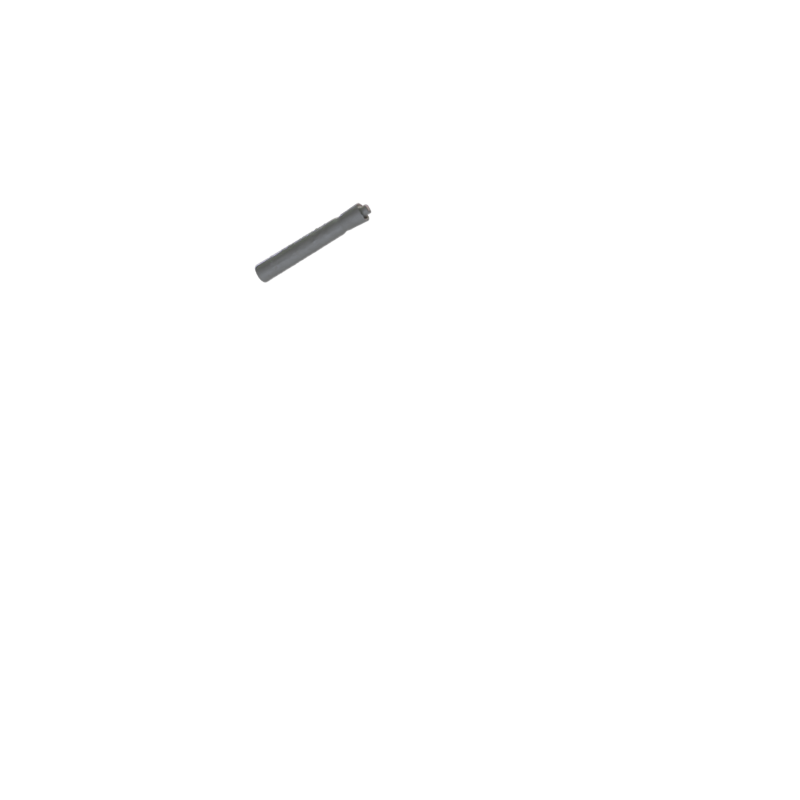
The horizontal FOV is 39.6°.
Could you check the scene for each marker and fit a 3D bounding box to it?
[{"bbox_3d":[-0.078,-0.142,0.997,0.121,0.020,0.019,-28,-6,20],"label":"marker"}]
